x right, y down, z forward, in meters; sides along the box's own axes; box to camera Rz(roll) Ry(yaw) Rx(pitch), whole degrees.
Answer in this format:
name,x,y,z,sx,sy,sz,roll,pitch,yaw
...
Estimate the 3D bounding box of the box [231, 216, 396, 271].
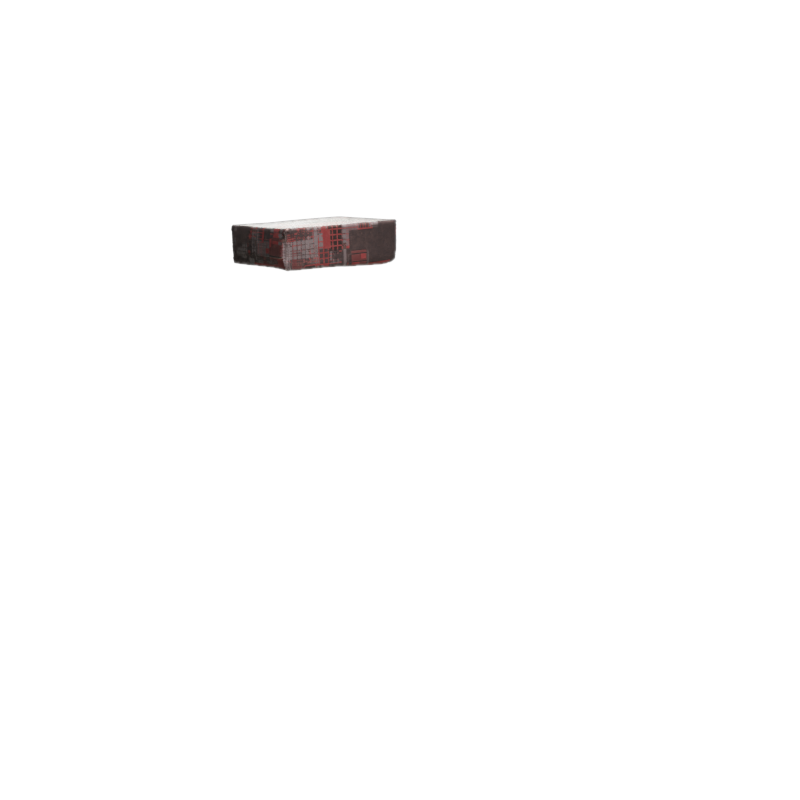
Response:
name,x,y,z,sx,sy,sz,roll,pitch,yaw
box,-0.073,-0.134,0.936,0.110,0.038,0.094,-8,14,-34
